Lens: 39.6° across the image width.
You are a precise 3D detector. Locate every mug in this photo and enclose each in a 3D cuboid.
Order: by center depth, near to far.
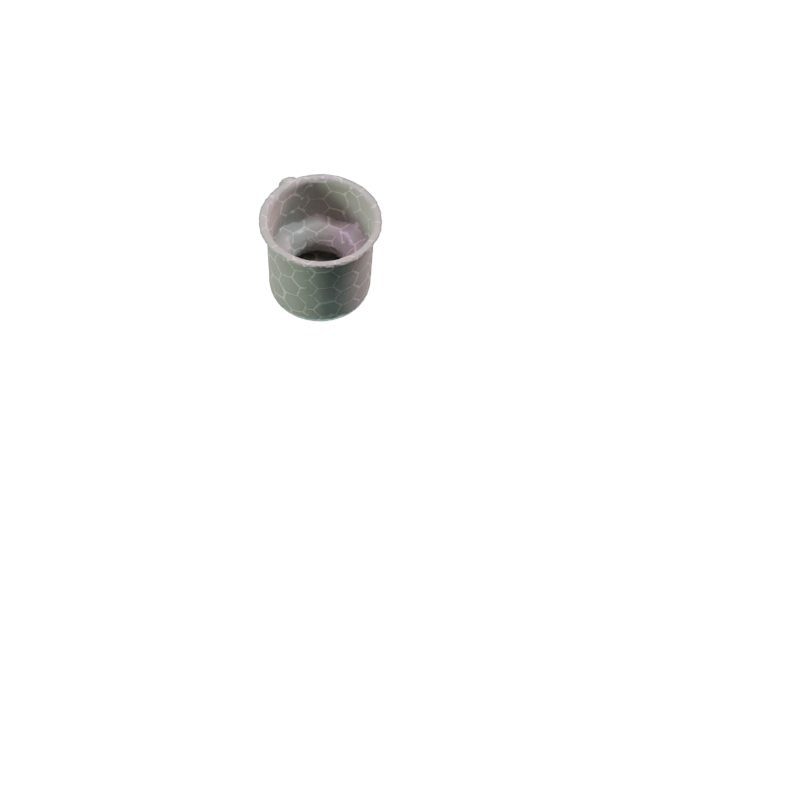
[{"bbox_3d":[-0.068,-0.124,0.871,0.093,0.126,0.076,-22,-33,-17],"label":"mug"}]
